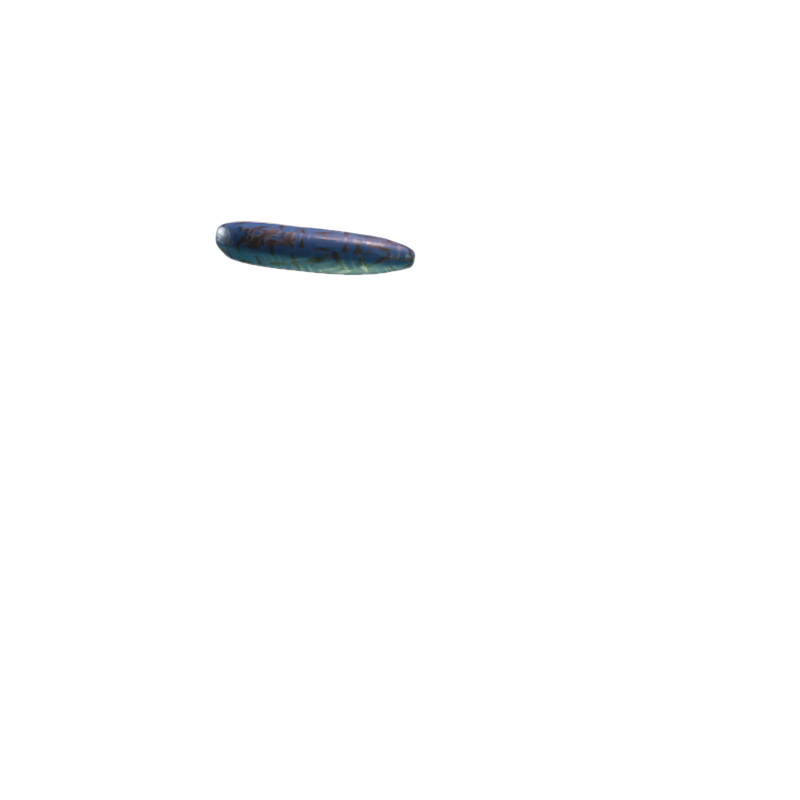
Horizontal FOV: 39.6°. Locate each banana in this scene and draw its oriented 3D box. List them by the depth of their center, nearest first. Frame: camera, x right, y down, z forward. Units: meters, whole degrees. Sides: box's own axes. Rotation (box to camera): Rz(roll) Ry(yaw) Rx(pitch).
[{"bbox_3d":[-0.087,-0.131,0.937,0.207,0.035,0.069,12,21,31],"label":"banana"}]
